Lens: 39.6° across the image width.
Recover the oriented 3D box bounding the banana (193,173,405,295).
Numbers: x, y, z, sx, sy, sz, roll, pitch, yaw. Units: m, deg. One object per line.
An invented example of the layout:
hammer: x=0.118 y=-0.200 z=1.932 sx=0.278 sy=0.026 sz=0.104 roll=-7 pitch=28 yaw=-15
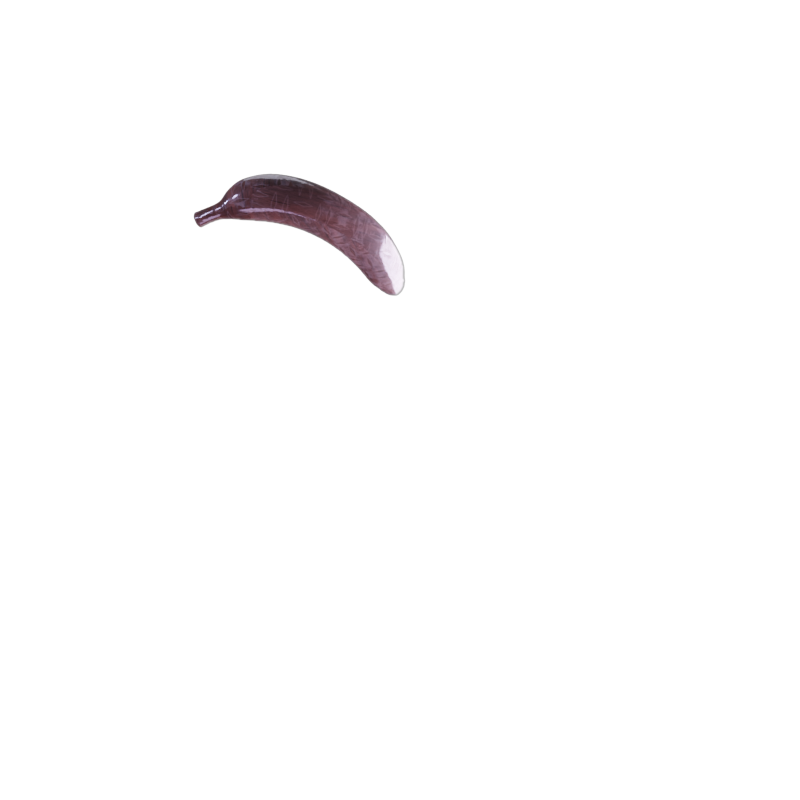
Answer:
banana: x=-0.061 y=-0.136 z=0.876 sx=0.188 sy=0.039 sz=0.068 roll=19 pitch=-37 yaw=-29
